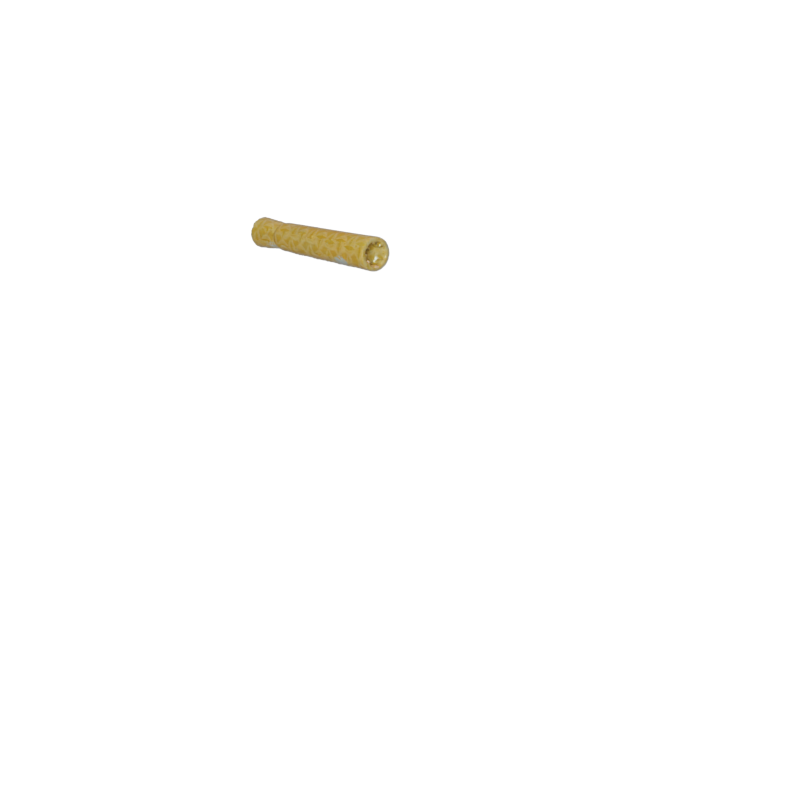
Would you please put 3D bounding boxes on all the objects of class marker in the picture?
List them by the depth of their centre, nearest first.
[{"bbox_3d":[-0.050,-0.091,0.637,0.019,0.019,0.128,-3,14,-36],"label":"marker"}]
